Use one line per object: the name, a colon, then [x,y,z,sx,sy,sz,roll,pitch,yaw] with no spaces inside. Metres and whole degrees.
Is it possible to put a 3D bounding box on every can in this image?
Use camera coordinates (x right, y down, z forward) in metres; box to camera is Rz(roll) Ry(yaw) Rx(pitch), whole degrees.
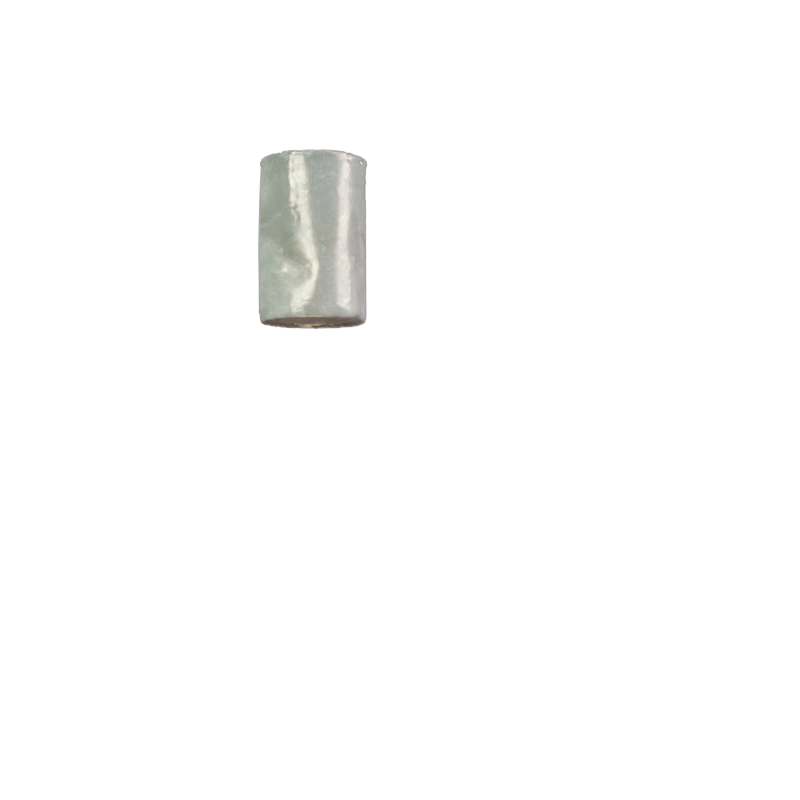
can: [-0.054,-0.099,0.691,0.068,0.105,0.067,0,-8,-2]
